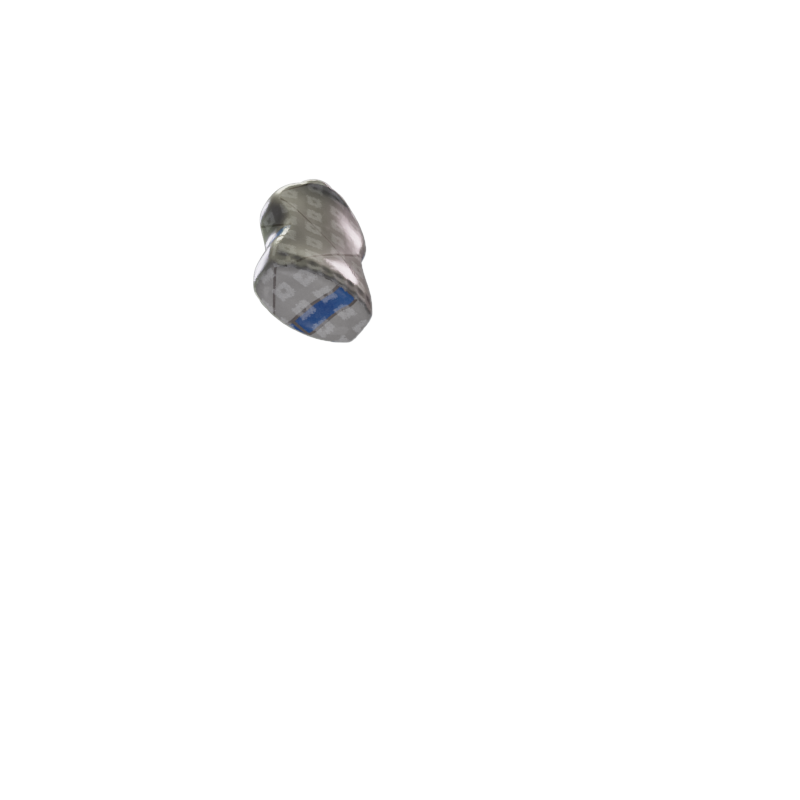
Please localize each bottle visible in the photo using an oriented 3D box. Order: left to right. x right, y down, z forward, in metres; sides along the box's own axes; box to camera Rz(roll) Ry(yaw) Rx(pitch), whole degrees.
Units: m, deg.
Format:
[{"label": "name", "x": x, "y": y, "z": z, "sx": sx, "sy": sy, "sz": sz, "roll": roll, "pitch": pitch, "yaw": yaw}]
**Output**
[{"label": "bottle", "x": -0.074, "y": -0.133, "z": 0.936, "sx": 0.092, "sy": 0.057, "sz": 0.205, "roll": 24, "pitch": 32, "yaw": -20}]
